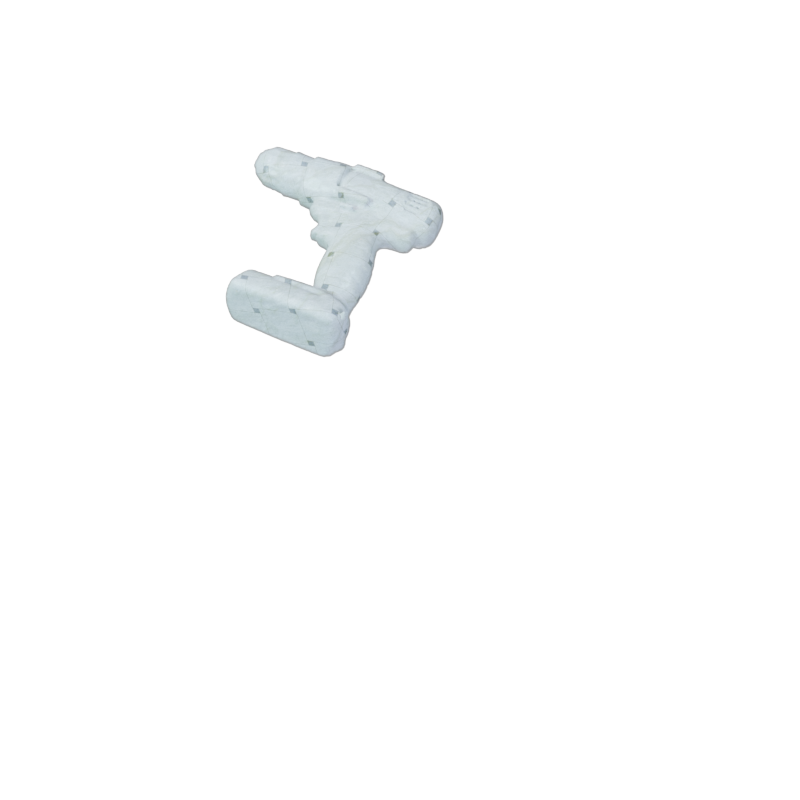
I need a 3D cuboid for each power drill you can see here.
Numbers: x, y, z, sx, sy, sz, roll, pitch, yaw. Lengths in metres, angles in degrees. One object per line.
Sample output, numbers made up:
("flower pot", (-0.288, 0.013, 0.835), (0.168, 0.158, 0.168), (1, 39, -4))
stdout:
("power drill", (-0.076, -0.139, 0.971), (0.191, 0.195, 0.053), (20, -36, 15))
